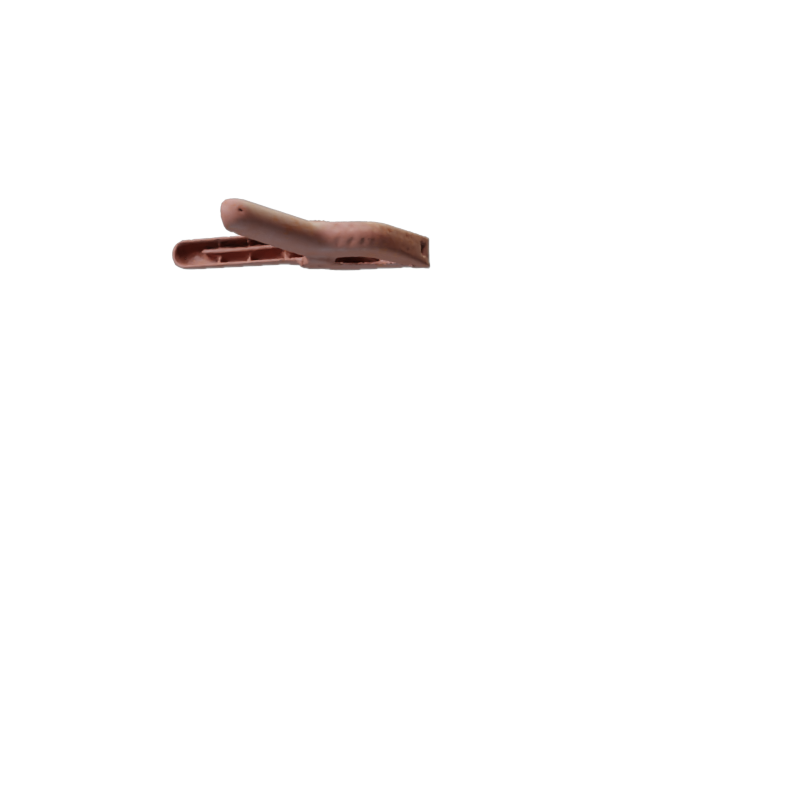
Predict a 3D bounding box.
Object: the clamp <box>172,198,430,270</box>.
[{"bbox_3d":[-0.070,-0.127,0.889,0.206,0.037,0.164,1,-4,-15],"label":"clamp"}]
